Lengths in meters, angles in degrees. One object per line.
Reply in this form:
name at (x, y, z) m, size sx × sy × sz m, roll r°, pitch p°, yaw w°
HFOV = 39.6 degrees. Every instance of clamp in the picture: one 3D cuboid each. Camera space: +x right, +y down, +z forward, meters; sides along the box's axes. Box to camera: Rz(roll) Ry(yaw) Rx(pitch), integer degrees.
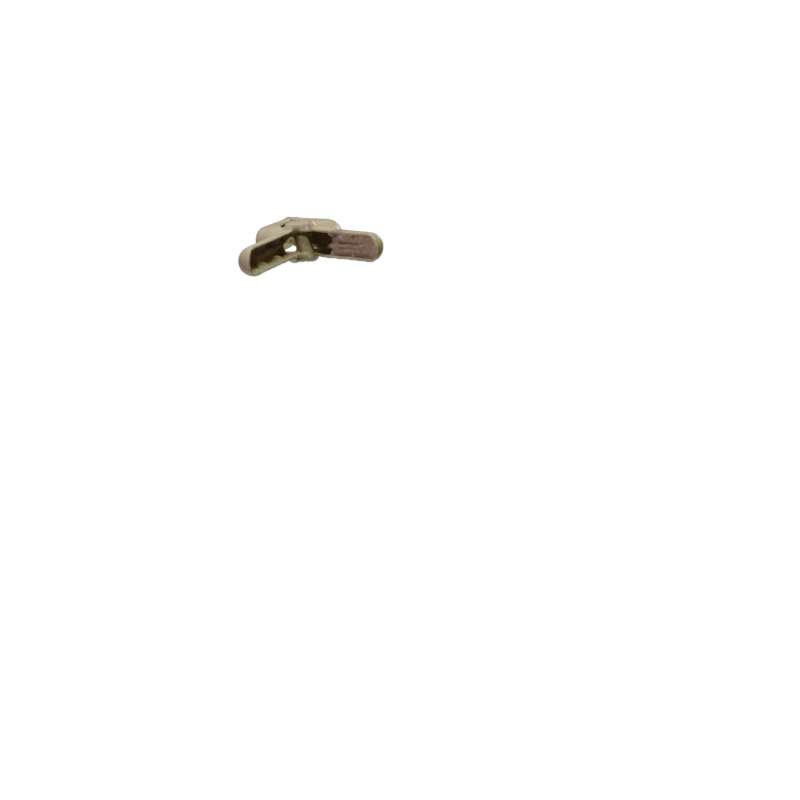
clamp at (-0.077, -0.140, 0.984) m, size 0.120 × 0.038 × 0.178 m, roll 0°, pitch 19°, yaw -1°
